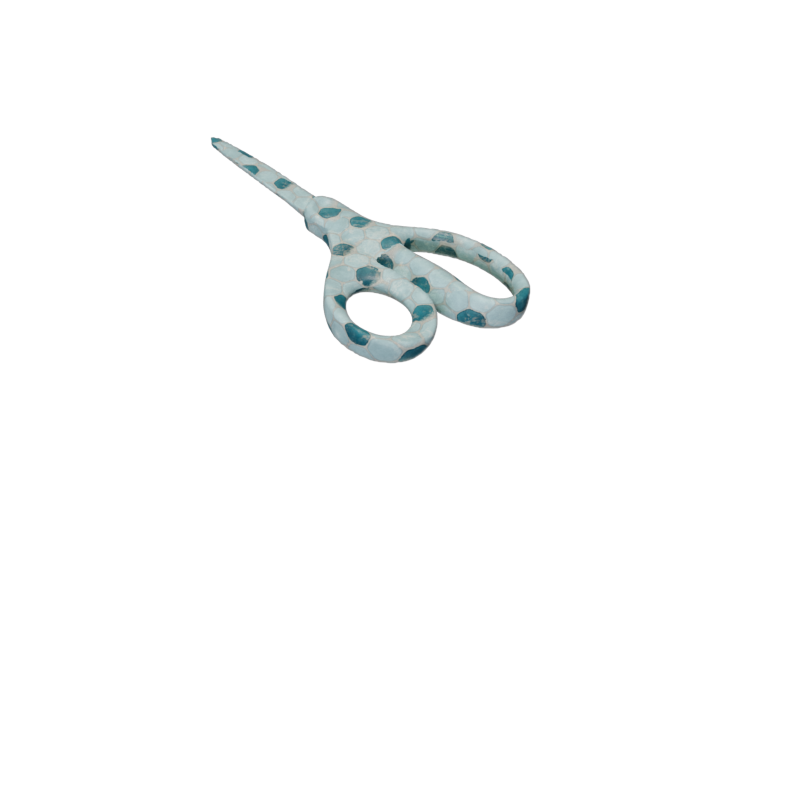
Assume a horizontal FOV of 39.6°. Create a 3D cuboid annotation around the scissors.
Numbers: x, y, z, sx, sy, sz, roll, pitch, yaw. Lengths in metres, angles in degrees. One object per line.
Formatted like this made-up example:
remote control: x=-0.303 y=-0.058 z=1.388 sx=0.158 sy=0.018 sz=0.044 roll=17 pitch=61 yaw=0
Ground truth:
scissors: x=-0.040 y=-0.072 z=0.507 sx=0.213 sy=0.015 sz=0.097 roll=25 pitch=45 yaw=28
